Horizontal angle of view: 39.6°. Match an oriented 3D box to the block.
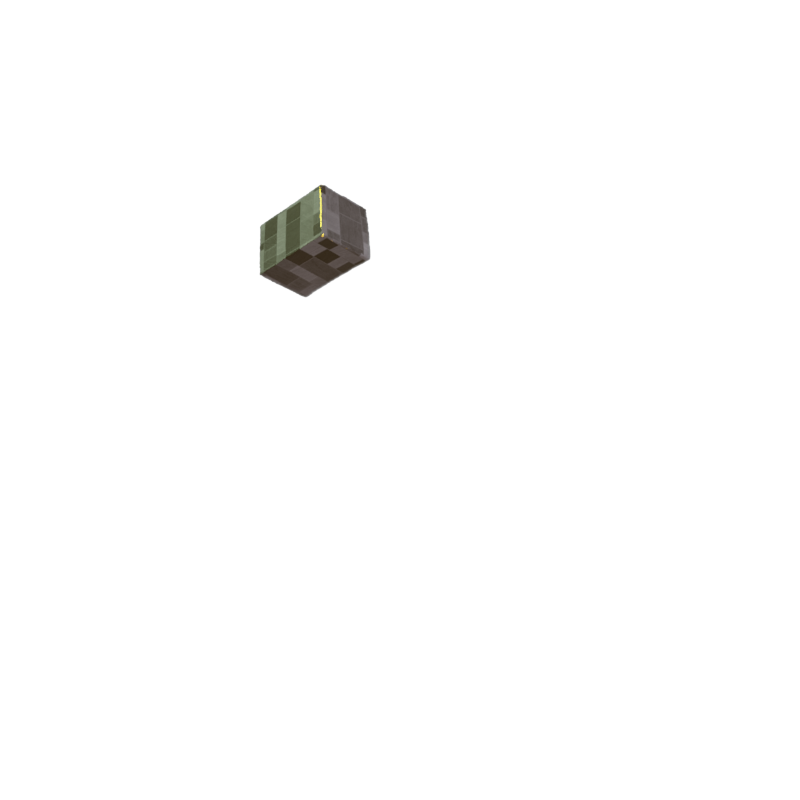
[{"bbox_3d":[-0.070,-0.127,0.892,0.078,0.055,0.049,-27,-39,37],"label":"block"}]
